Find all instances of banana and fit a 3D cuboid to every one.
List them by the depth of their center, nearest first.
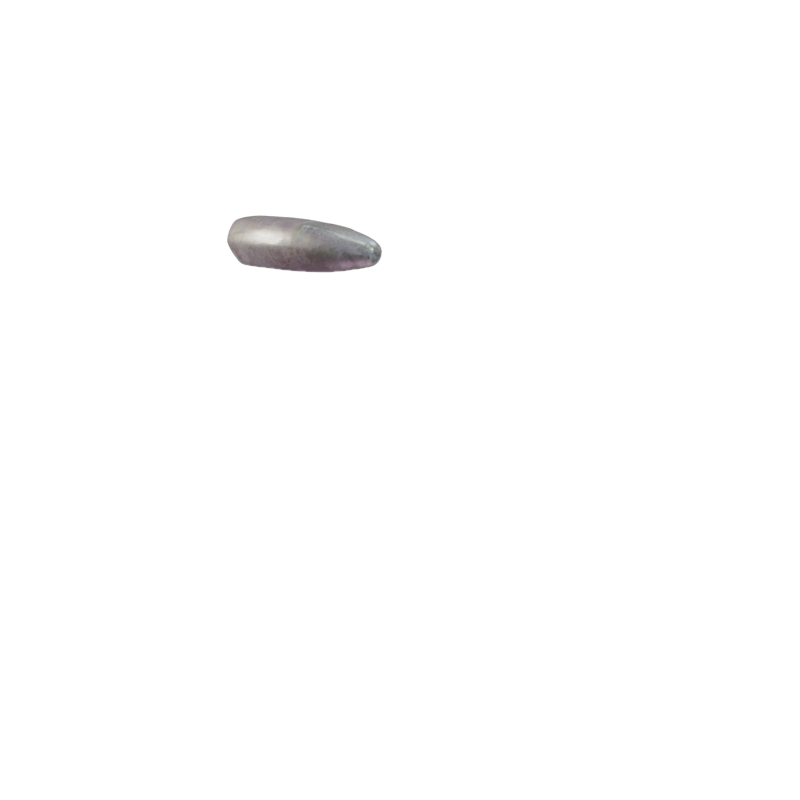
[{"bbox_3d":[-0.080,-0.111,0.780,0.068,0.036,0.205,-3,10,-22],"label":"banana"}]
